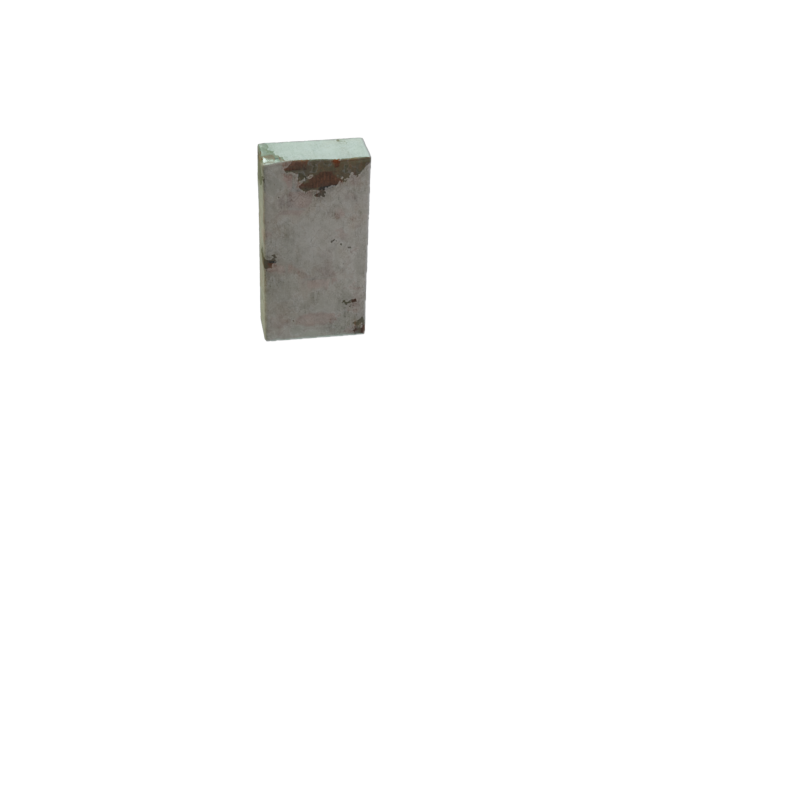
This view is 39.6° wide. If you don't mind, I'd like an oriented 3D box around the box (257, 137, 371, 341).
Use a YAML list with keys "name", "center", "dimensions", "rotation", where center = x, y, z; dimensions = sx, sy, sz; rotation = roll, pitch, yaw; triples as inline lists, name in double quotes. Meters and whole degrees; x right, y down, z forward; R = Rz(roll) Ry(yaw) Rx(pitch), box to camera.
- name: "box"
  center: [-0.075, -0.136, 0.956]
  dimensions: [0.092, 0.165, 0.052]
  rotation: [-4, 35, -9]
